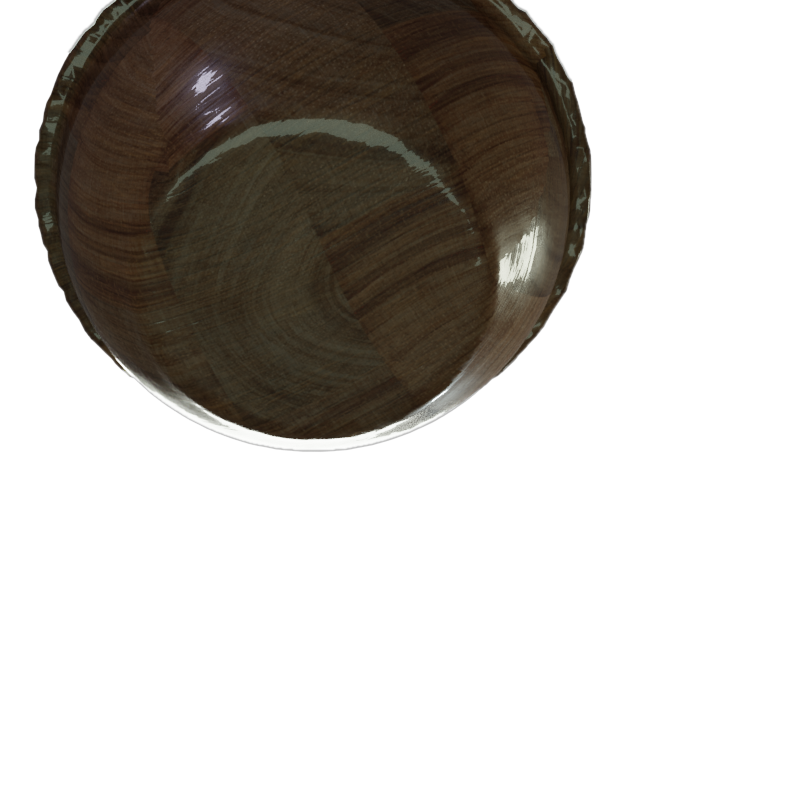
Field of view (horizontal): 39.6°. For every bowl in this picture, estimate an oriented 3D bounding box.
[{"bbox_3d":[-0.023,-0.043,0.300,0.162,0.153,0.058,1,26,-1],"label":"bowl"}]
